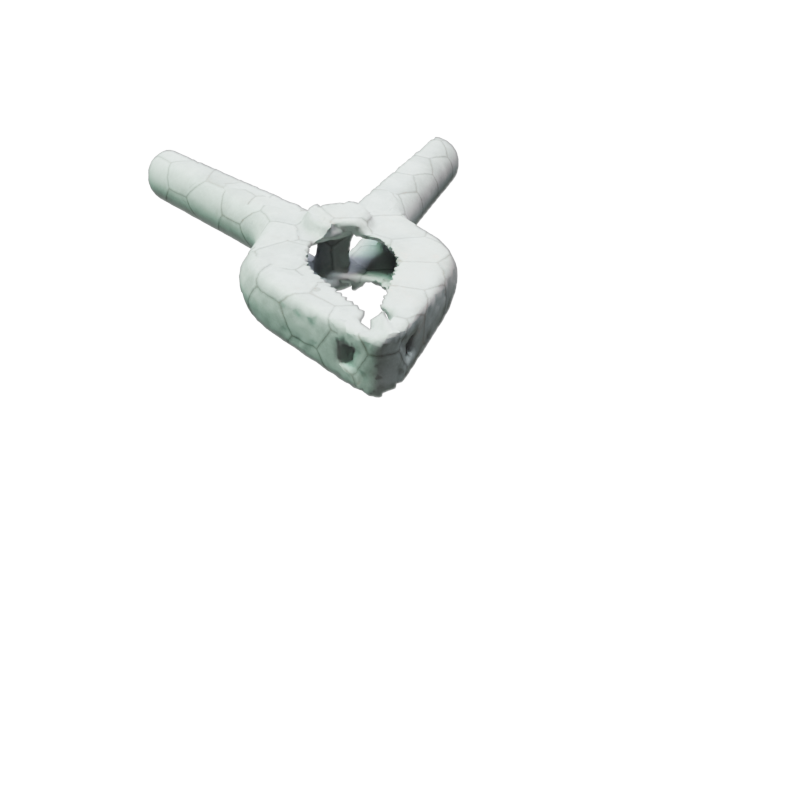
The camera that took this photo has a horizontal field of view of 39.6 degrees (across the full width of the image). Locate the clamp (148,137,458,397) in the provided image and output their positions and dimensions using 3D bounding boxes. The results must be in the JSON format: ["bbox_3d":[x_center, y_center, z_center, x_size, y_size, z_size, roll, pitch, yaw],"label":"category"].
[{"bbox_3d":[-0.040,-0.073,0.513,0.164,0.034,0.224,-3,34,-4],"label":"clamp"}]
